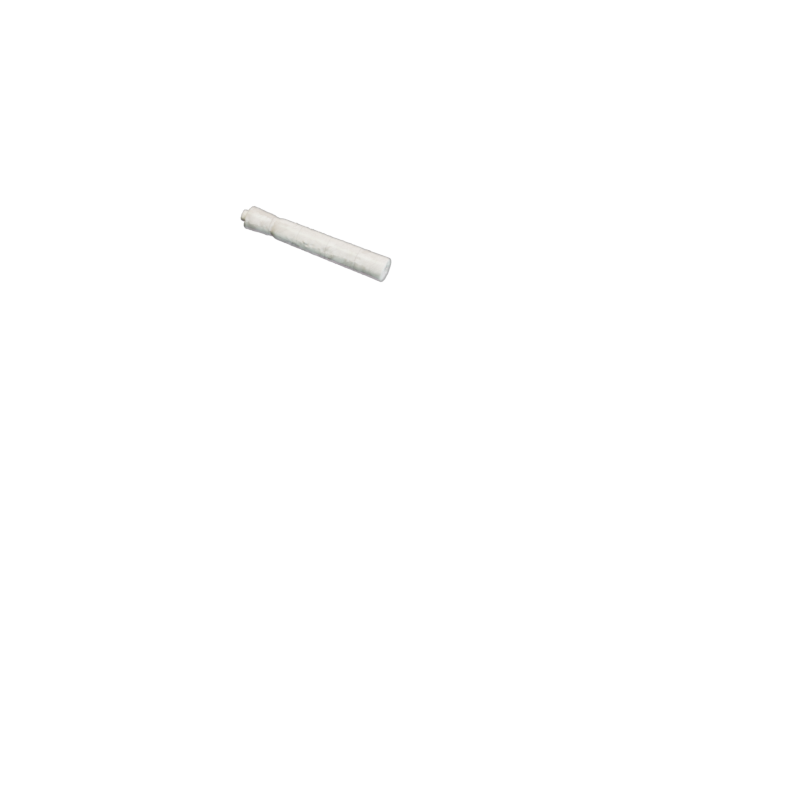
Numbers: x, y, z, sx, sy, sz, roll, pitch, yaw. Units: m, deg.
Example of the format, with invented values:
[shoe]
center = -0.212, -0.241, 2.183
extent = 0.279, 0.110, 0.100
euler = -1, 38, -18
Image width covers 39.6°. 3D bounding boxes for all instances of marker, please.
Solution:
[marker]
center = -0.065, -0.119, 0.830
extent = 0.125, 0.019, 0.019
euler = 23, 10, 17
